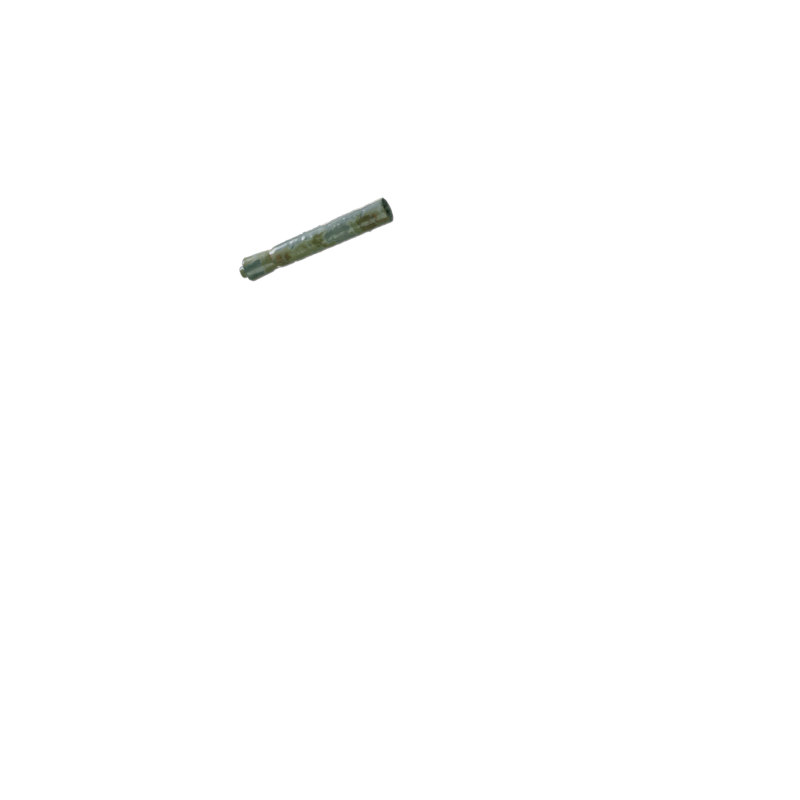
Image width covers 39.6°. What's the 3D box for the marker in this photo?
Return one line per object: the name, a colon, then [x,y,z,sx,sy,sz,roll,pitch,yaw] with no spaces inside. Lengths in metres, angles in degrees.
marker: [-0.062,-0.114,0.797,0.122,0.020,0.019,-21,-3,19]
